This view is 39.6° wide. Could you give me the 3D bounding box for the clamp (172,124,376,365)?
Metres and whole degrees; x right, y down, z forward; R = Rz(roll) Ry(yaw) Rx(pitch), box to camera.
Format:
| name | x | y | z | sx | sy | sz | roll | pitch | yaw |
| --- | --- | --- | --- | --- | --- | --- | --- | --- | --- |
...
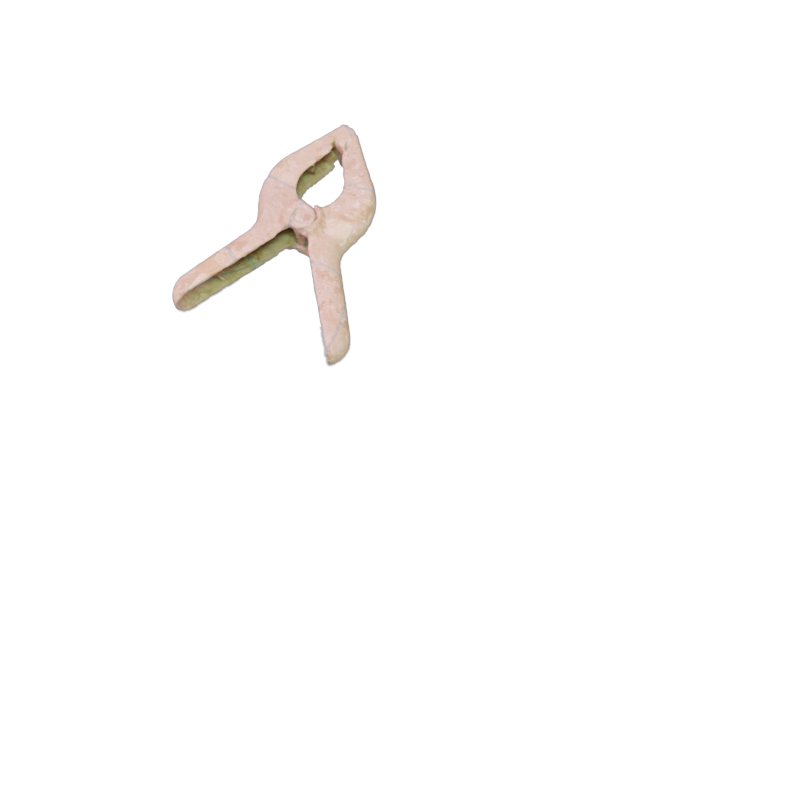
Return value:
| name | x | y | z | sx | sy | sz | roll | pitch | yaw |
| --- | --- | --- | --- | --- | --- | --- | --- | --- | --- |
| clamp | -0.057 | -0.104 | 0.731 | 0.124 | 0.176 | 0.037 | 28 | -21 | 12 |
